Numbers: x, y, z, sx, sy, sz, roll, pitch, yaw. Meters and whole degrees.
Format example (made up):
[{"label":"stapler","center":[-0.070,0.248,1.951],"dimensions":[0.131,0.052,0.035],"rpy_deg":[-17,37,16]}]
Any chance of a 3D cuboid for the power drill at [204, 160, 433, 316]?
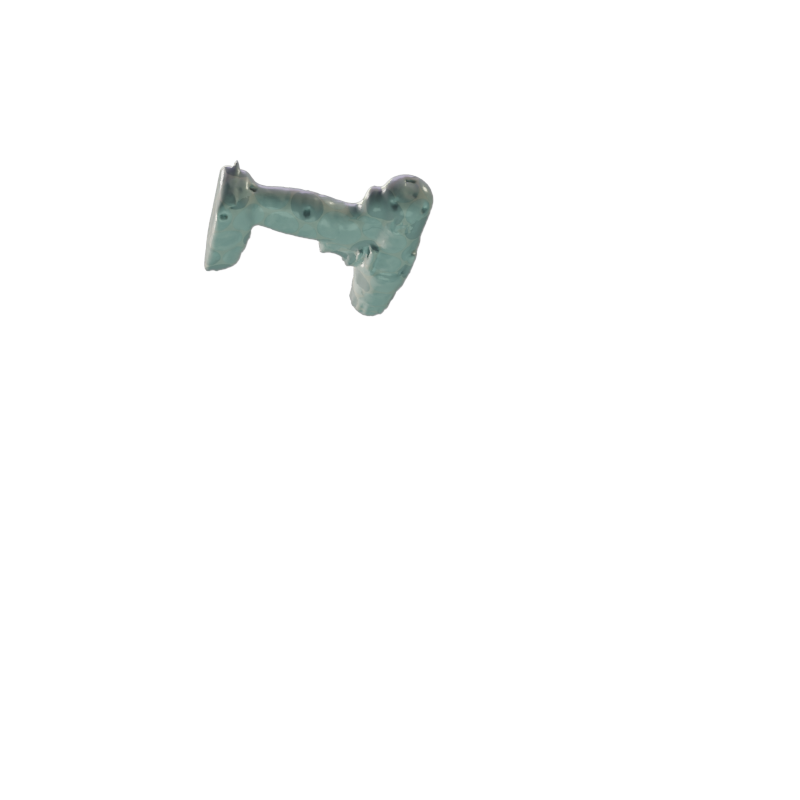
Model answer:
[{"label":"power drill","center":[-0.077,-0.141,0.989],"dimensions":[0.185,0.061,0.175],"rpy_deg":[6,-34,-10]}]
